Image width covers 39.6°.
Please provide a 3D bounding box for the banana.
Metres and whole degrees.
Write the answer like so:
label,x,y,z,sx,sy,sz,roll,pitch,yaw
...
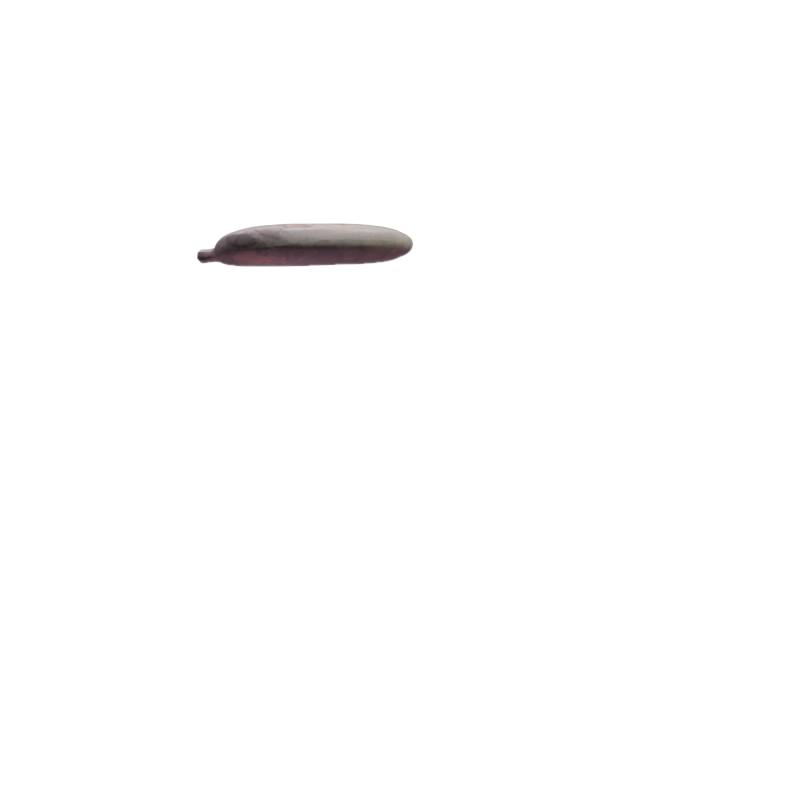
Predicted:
label,x,y,z,sx,sy,sz,roll,pitch,yaw
banana,-0.076,-0.137,0.971,0.194,0.036,0.072,-3,11,-13
